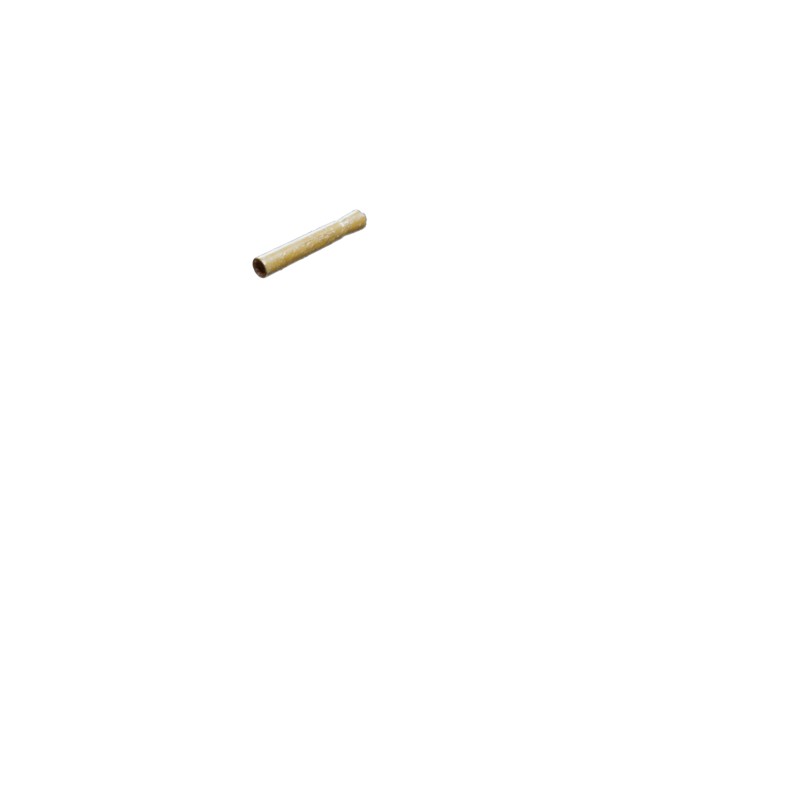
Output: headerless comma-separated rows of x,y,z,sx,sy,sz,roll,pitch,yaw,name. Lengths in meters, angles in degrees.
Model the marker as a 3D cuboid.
-0.074,-0.135,0.943,0.121,0.019,0.021,-32,23,-35,marker
